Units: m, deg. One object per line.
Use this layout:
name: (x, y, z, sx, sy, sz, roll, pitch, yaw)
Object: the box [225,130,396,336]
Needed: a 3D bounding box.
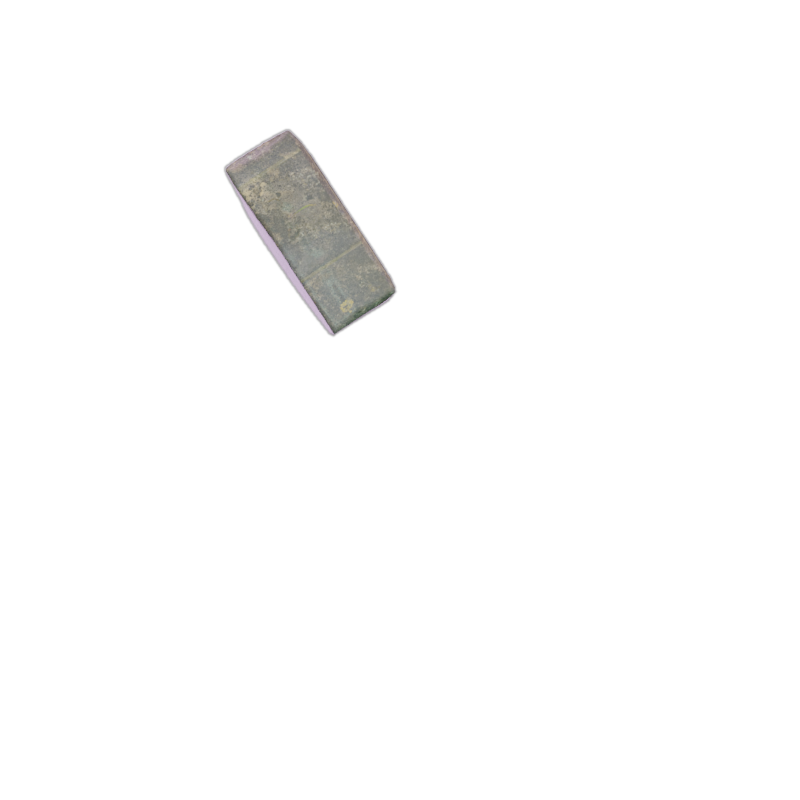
box: (-0.078, -0.142, 0.998, 0.072, 0.165, 0.213, -34, 1, -3)
